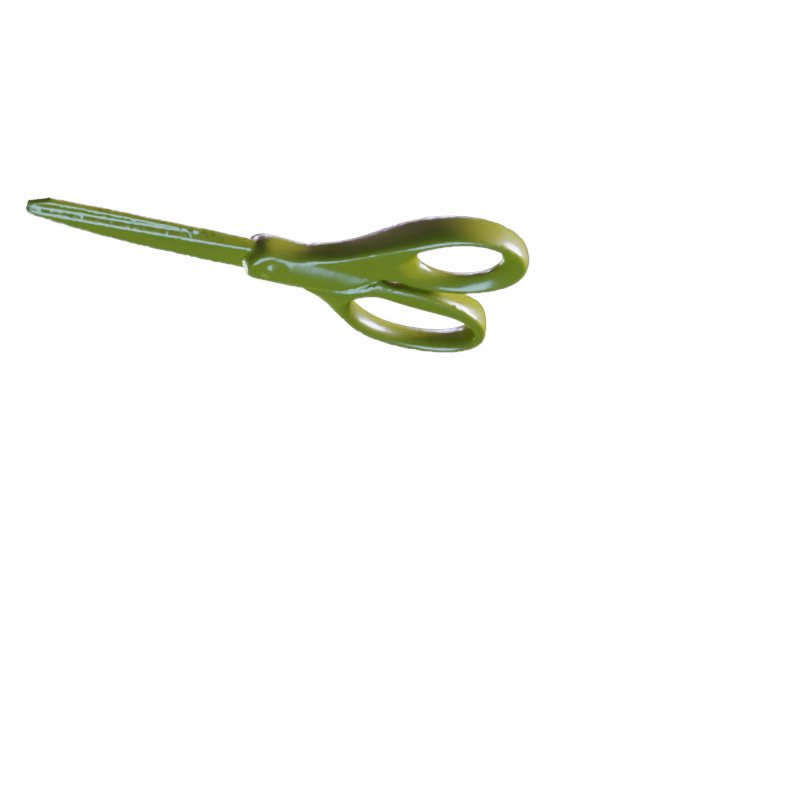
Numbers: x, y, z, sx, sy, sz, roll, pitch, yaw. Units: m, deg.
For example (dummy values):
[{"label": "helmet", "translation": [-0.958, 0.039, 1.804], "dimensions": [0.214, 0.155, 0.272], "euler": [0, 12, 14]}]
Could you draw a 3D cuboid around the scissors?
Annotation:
[{"label": "scissors", "translation": [-0.034, -0.062, 0.436], "dimensions": [0.191, 0.017, 0.095], "euler": [20, -36, -31]}]
